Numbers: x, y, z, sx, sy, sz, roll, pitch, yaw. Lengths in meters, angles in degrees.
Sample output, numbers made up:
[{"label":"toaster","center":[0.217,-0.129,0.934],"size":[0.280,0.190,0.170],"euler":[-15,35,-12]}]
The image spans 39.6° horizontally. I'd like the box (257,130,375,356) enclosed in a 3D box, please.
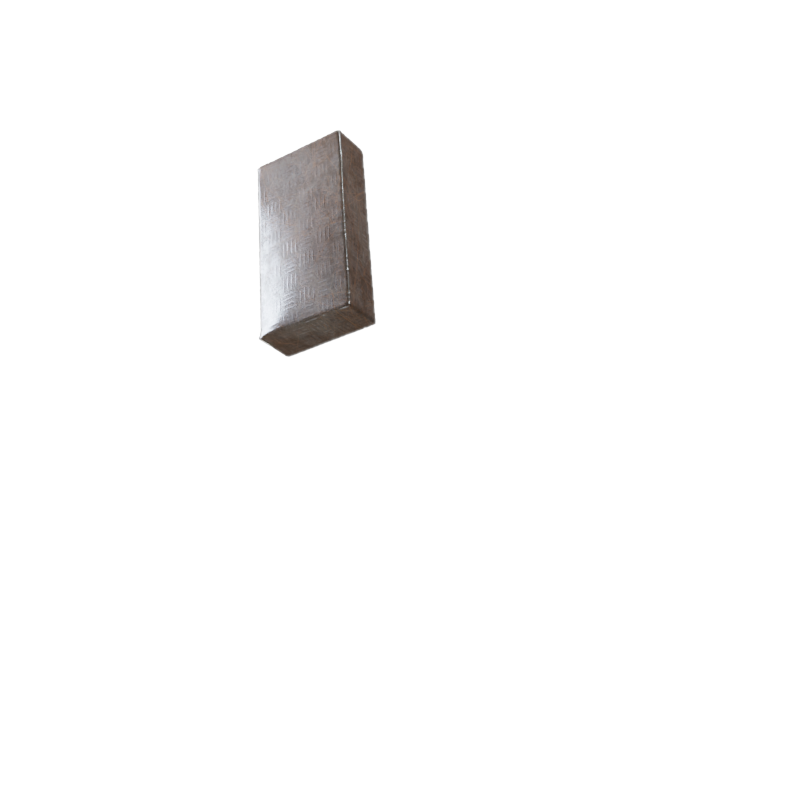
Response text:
[{"label":"box","center":[-0.073,-0.134,0.938],"size":[0.094,0.188,0.045],"euler":[-21,-36,27]}]
